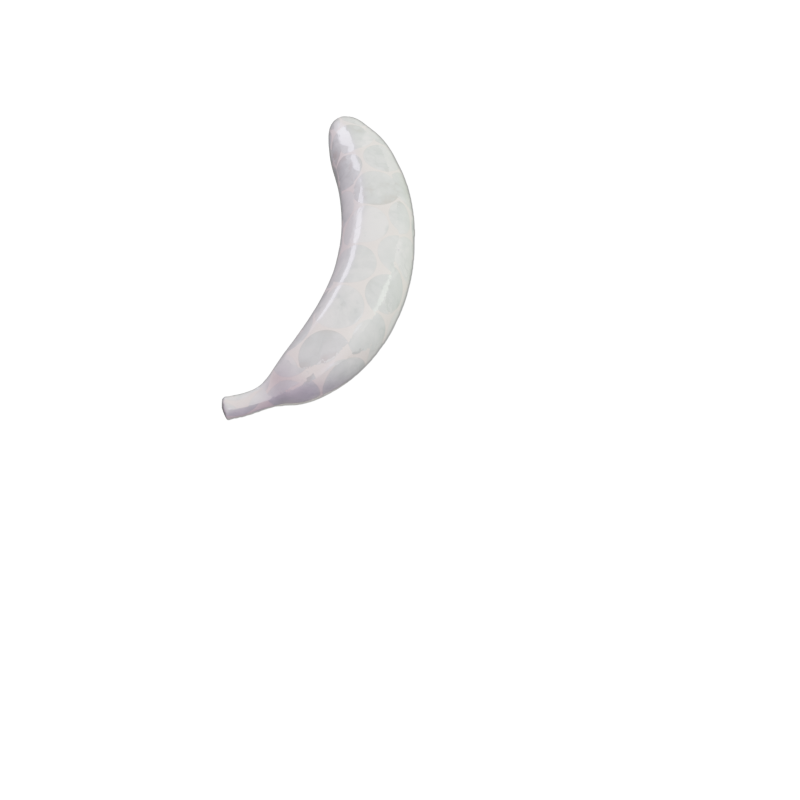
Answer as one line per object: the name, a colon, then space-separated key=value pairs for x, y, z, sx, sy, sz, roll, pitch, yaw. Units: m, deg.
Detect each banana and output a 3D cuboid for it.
banana: x=-0.027 y=-0.072 z=0.553 sx=0.071 sy=0.208 sz=0.034 roll=11 pitch=-36 yaw=8
